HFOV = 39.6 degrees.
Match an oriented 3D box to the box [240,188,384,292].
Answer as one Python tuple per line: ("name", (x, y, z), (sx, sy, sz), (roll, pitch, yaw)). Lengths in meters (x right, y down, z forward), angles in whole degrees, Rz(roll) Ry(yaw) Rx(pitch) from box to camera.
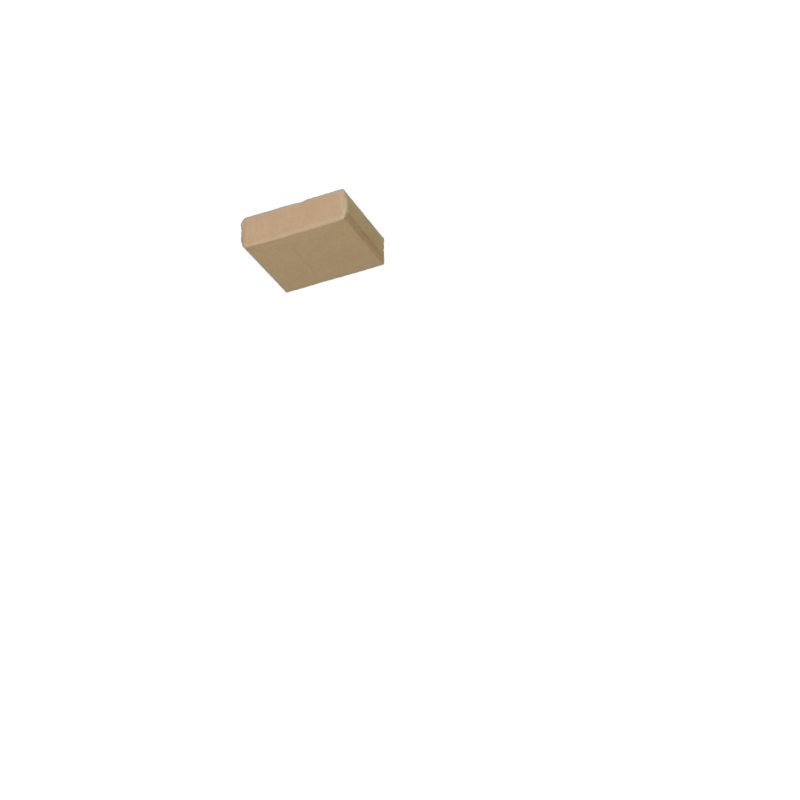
("box", (-0.067, -0.121, 0.850), (0.090, 0.032, 0.068), (-13, -31, 22))
